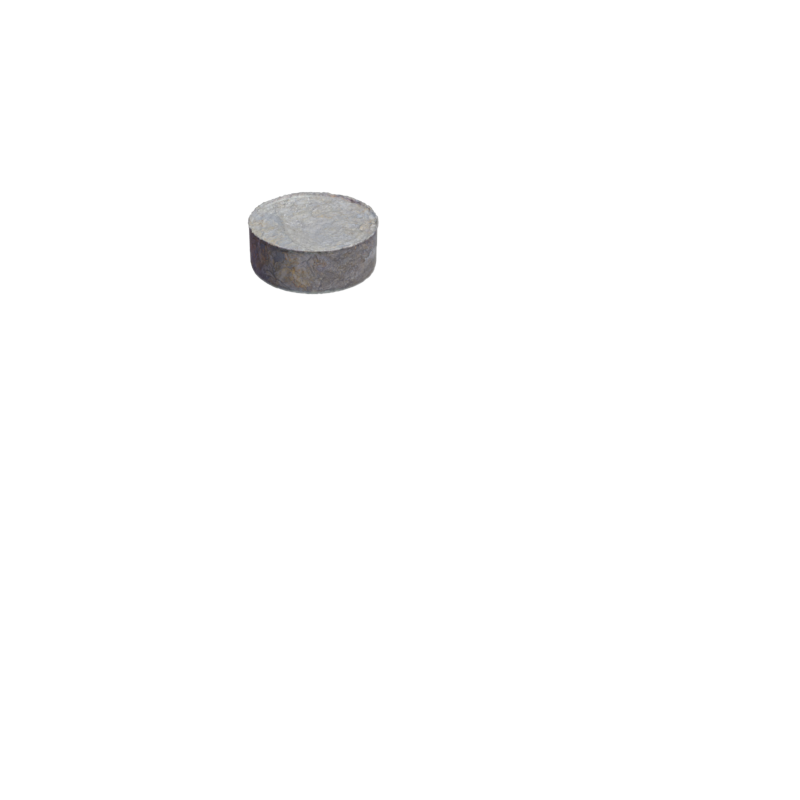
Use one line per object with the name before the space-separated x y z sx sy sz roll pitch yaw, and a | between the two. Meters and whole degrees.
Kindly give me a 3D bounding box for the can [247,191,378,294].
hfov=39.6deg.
can | -0.057 -0.105 0.734 0.086 0.031 0.091 -1 33 -2
